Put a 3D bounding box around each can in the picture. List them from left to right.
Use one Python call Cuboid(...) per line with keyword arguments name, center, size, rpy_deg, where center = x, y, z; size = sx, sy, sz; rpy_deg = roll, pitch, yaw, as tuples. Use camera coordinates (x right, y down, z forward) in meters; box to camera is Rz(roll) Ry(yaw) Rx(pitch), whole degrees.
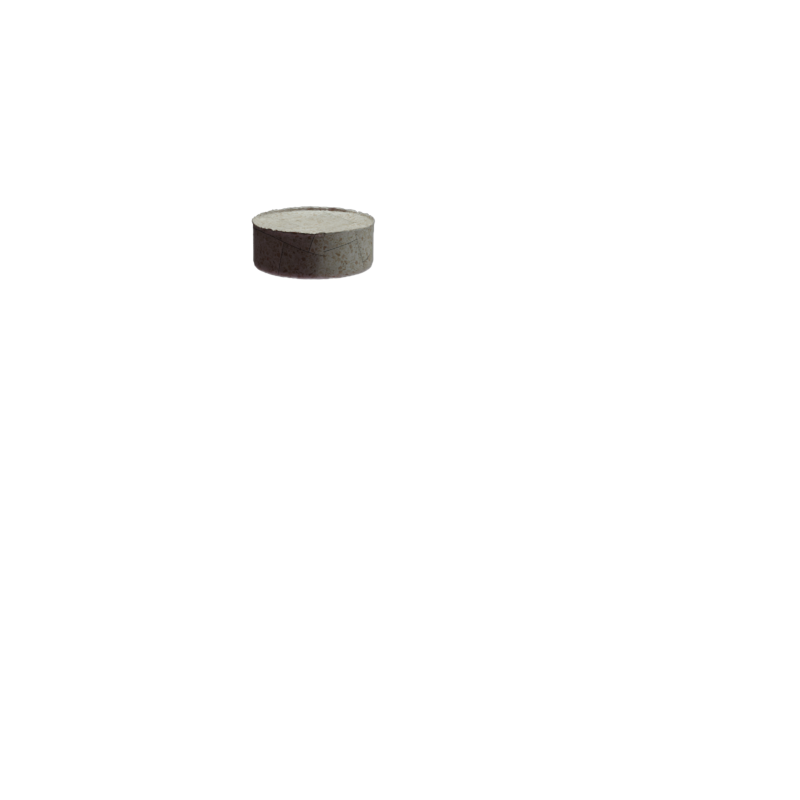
Cuboid(name="can", center=(-0.061, -0.110, 0.774), size=(0.086, 0.032, 0.089), rpy_deg=(-1, 20, -2))
